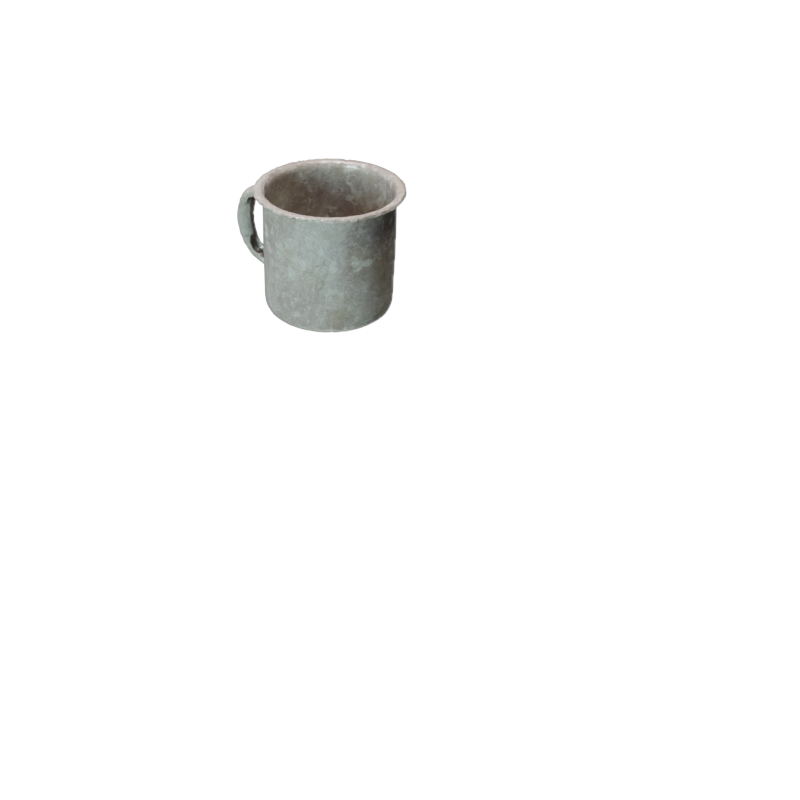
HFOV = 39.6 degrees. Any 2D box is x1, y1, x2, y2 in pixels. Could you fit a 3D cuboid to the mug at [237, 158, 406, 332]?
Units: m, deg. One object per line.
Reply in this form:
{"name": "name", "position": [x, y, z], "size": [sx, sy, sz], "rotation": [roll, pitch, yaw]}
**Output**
{"name": "mug", "position": [-0.054, -0.099, 0.695], "size": [0.123, 0.077, 0.094], "rotation": [19, 35, 27]}
